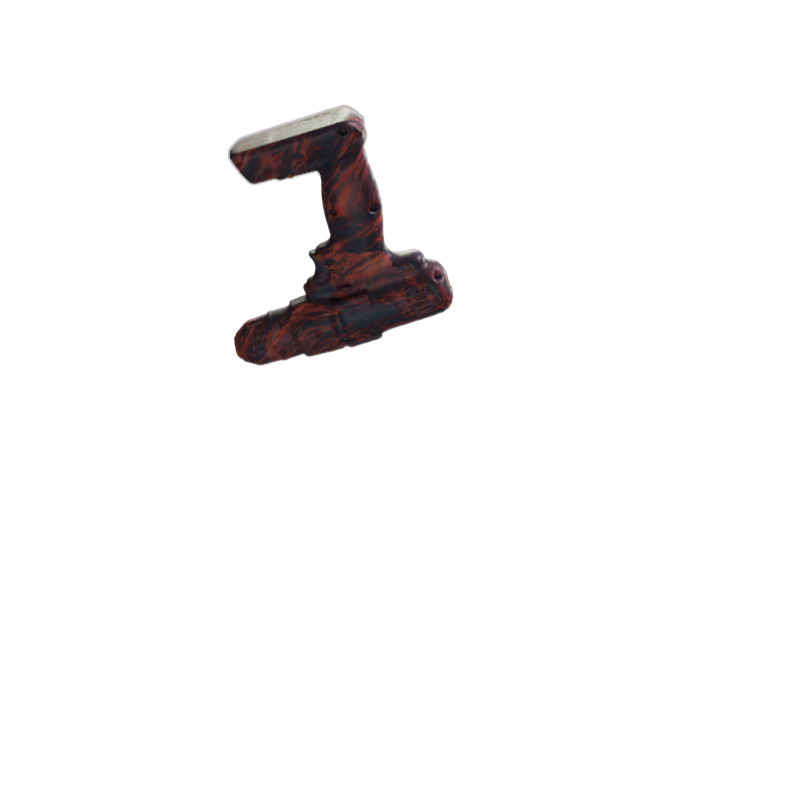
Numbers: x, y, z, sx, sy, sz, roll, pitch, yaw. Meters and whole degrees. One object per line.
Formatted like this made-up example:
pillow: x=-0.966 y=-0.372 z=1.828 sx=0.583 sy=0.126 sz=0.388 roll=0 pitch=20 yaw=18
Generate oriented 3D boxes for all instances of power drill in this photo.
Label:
power drill: x=-0.069 y=-0.126 z=0.881 sx=0.185 sy=0.178 sz=0.060 roll=-18 pitch=22 yaw=7
